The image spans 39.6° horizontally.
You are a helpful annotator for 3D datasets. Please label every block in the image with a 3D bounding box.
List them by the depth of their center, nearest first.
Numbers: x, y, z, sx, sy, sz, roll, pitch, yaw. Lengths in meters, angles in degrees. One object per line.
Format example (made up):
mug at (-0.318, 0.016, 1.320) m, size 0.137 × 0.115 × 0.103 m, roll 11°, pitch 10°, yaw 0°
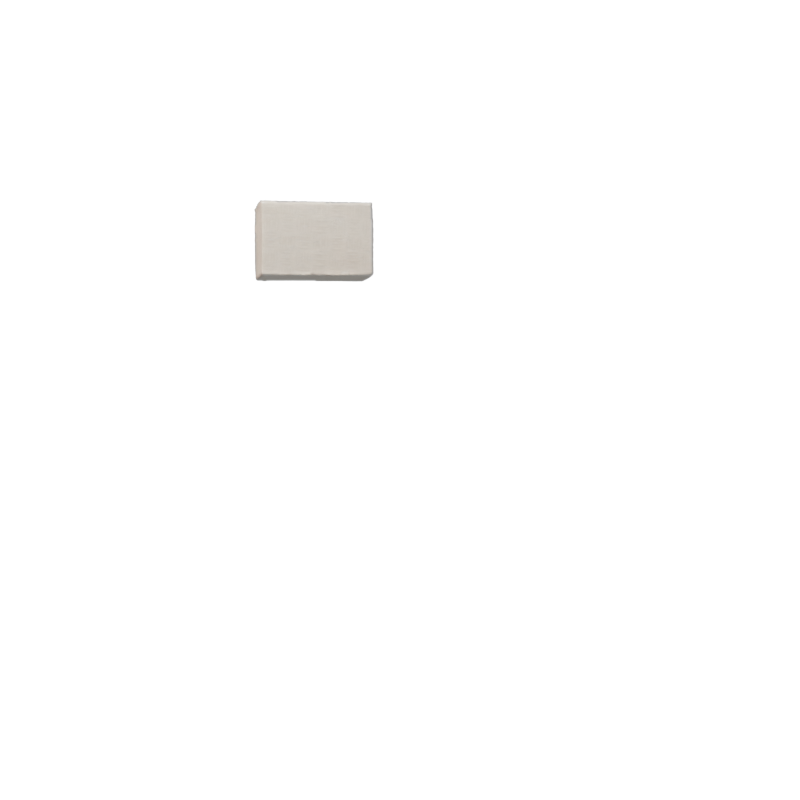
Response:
block at (-0.060, -0.109, 0.763) m, size 0.077 × 0.052 × 0.053 m, roll 0°, pitch -2°, yaw -9°
